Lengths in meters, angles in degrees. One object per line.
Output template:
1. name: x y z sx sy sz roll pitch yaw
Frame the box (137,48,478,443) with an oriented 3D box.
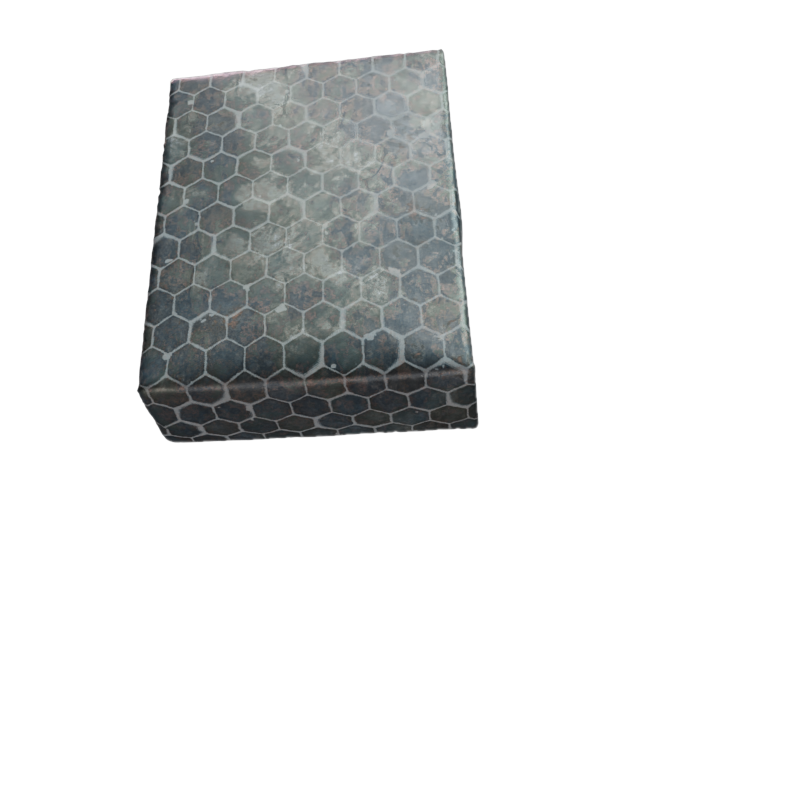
1. box: -0.048 -0.087 0.609 0.165 0.229 0.067 -5 -34 5
